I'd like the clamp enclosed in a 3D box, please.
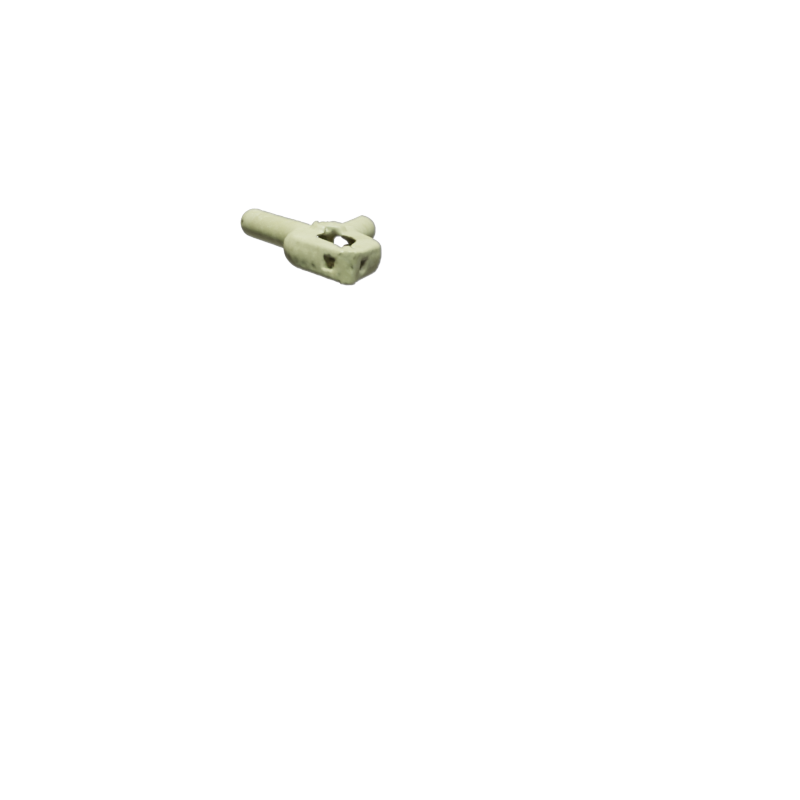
[{"bbox_3d":[-0.072,-0.131,0.917,0.119,0.038,0.178,-2,17,-6],"label":"clamp"}]
